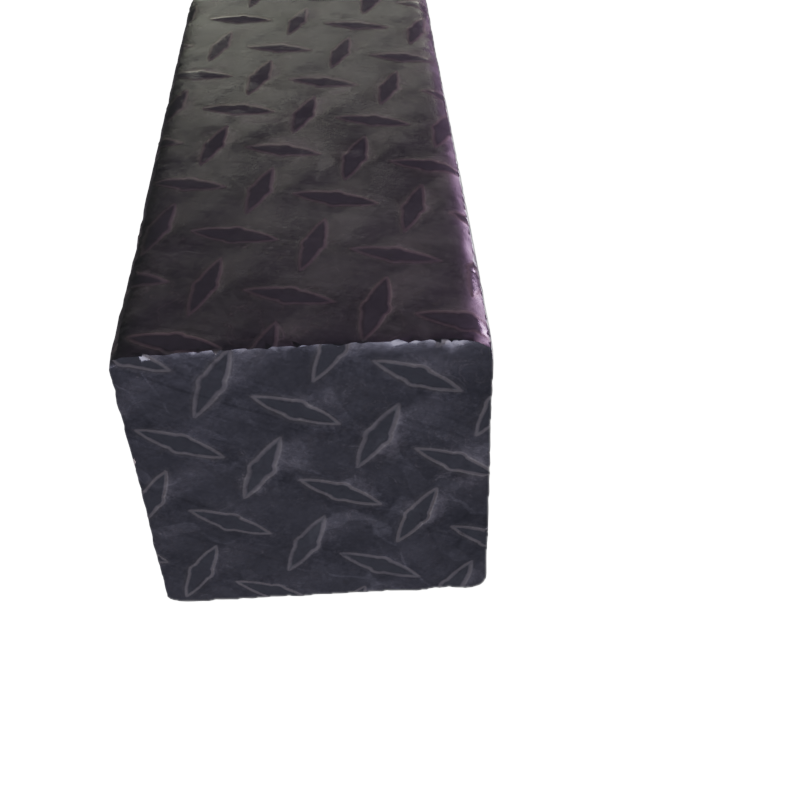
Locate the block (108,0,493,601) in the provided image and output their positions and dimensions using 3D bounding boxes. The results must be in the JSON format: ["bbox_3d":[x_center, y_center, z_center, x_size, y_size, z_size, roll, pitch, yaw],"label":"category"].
[{"bbox_3d":[-0.027,-0.052,0.359,0.090,0.084,0.221,-4,40,0],"label":"block"}]
